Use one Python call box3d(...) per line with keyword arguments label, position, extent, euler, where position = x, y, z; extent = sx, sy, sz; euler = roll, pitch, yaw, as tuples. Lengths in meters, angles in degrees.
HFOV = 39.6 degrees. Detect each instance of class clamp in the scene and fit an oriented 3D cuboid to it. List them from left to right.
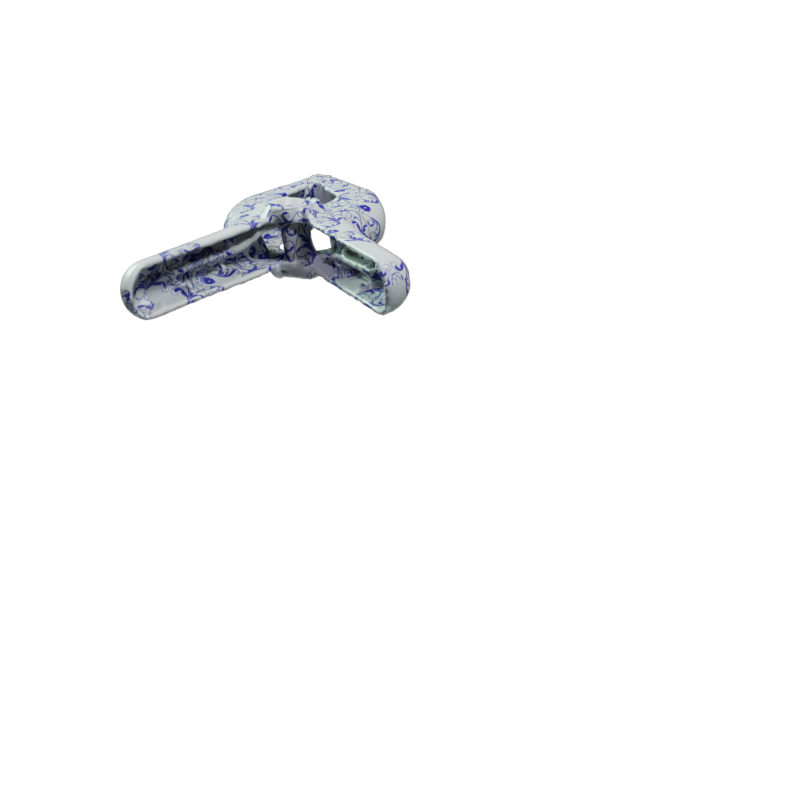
box3d(label="clamp", position=(-0.040, -0.073, 0.514), extent=(0.123, 0.037, 0.176), euler=(7, 27, 14))
